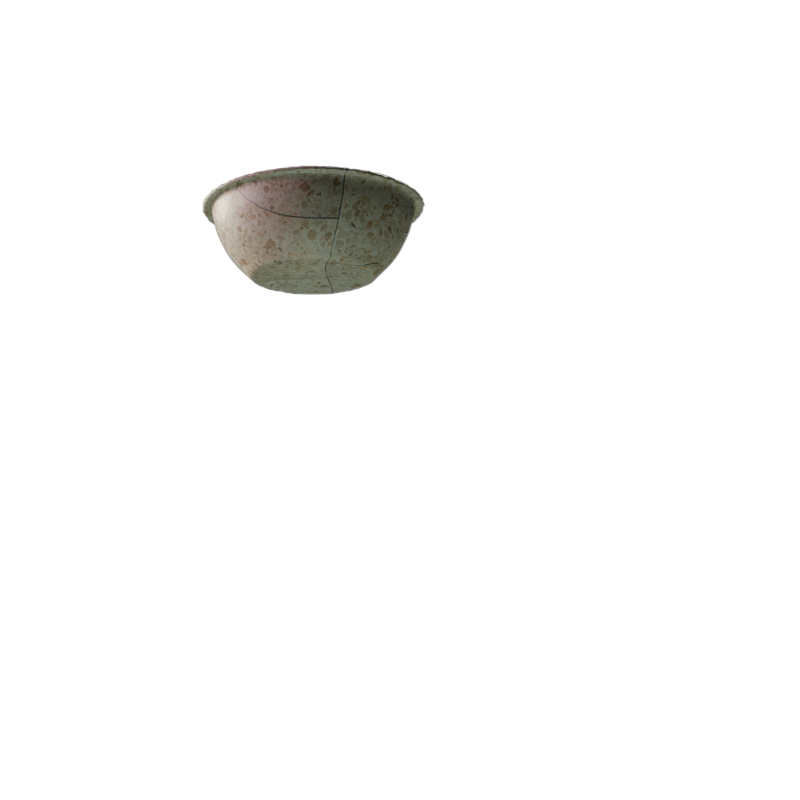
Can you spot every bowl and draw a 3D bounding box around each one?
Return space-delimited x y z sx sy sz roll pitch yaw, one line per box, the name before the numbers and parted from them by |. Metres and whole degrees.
bowl | -0.063 -0.115 0.803 0.162 0.057 0.157 0 -12 -2
